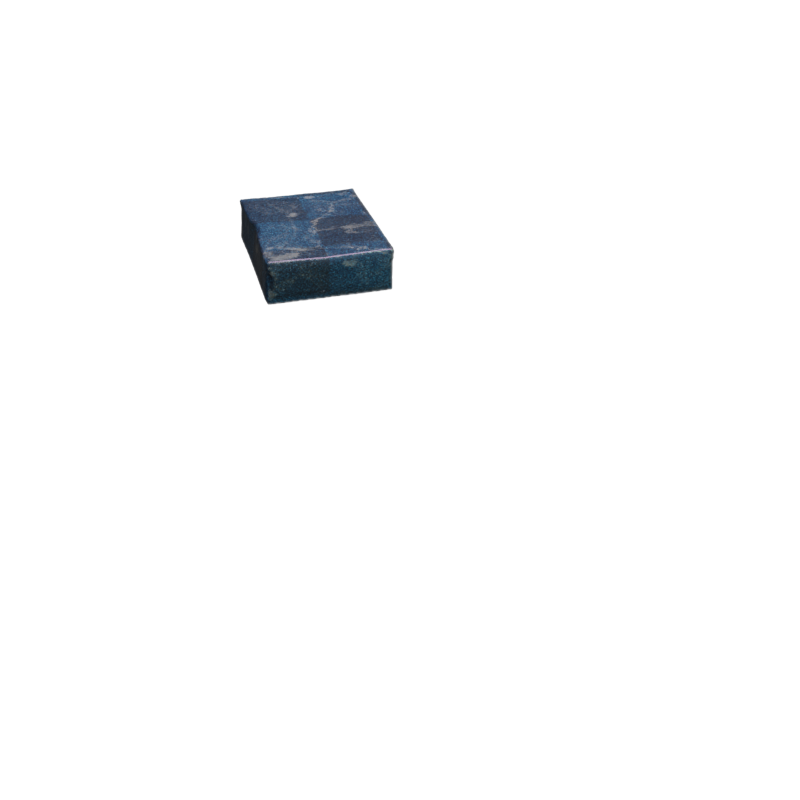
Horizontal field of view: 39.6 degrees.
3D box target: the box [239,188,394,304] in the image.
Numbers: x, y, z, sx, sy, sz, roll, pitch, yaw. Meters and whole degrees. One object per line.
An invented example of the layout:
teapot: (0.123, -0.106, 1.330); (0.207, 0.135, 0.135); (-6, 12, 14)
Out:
box: (-0.051, -0.093, 0.650); (0.072, 0.028, 0.096); (-8, 34, -13)
